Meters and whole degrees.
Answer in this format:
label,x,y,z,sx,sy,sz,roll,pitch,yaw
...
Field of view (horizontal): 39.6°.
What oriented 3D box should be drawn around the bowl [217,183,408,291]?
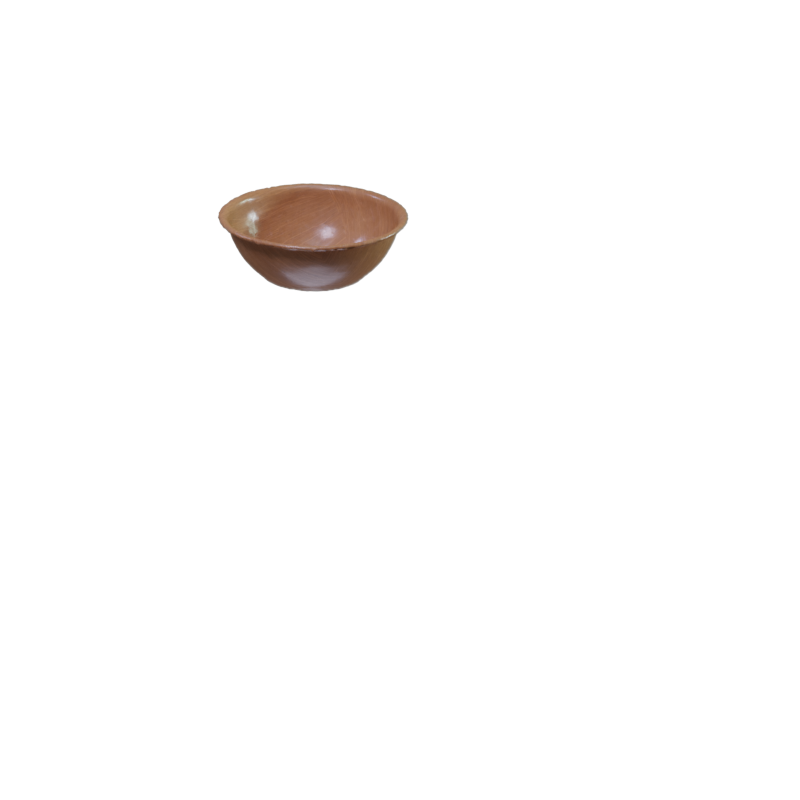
label,x,y,z,sx,sy,sz,roll,pitch,yaw
bowl,-0.075,-0.136,0.954,0.162,0.052,0.171,-1,28,-2
